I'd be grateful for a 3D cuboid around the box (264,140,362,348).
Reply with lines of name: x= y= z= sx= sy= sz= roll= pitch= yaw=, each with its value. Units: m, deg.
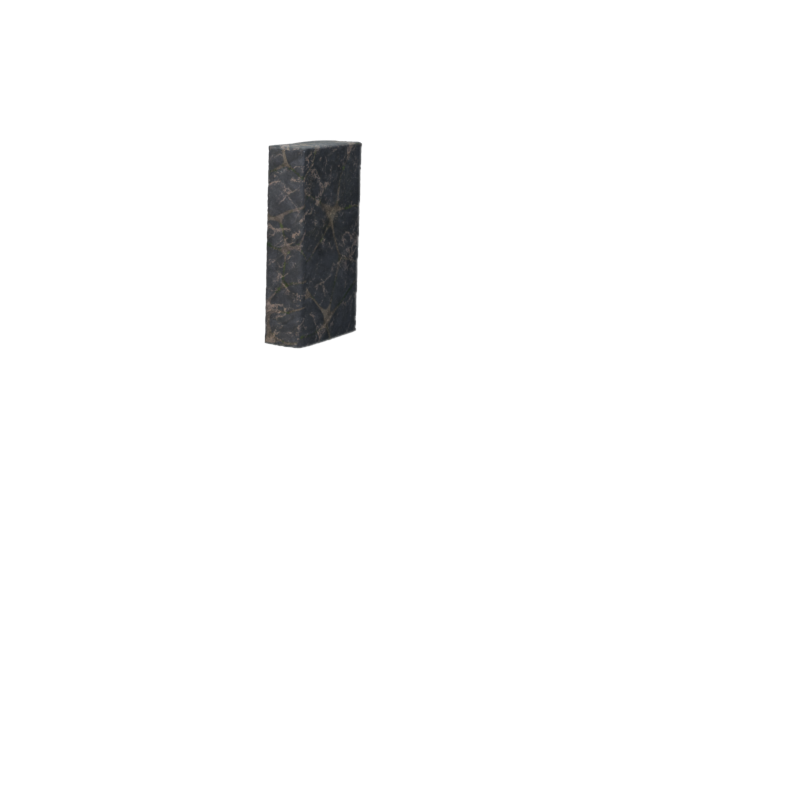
box: x=-0.077 y=-0.141 z=0.984 sx=0.050 sy=0.172 sz=0.091 roll=6 pitch=12 yaw=32
